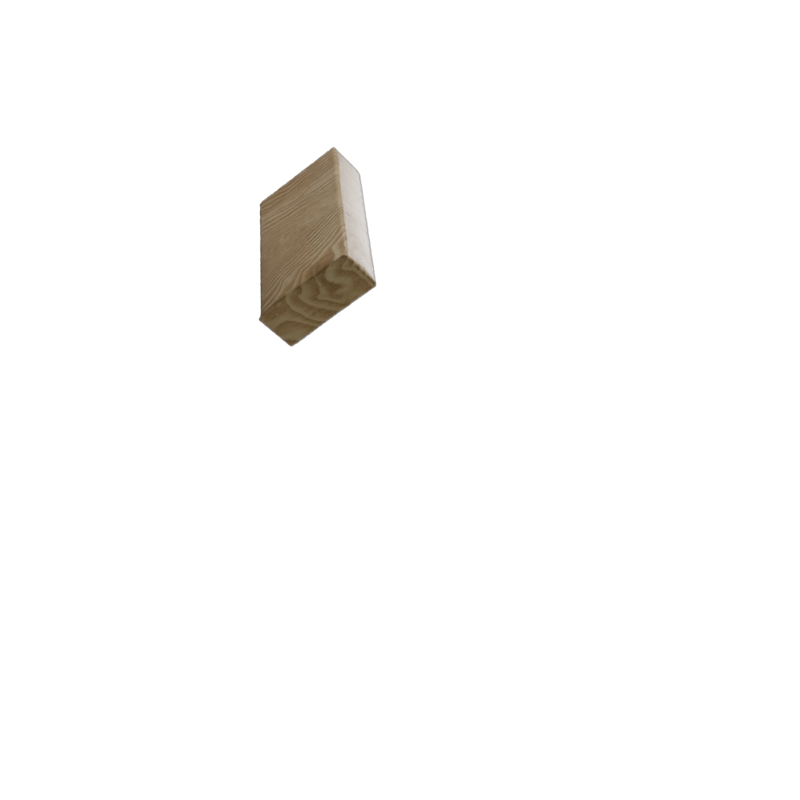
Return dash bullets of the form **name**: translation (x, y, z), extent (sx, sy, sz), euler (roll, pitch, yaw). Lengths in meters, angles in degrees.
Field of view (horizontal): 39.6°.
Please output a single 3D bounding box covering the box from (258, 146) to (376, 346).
- **box**: translation (-0.073, -0.133, 0.933), extent (0.093, 0.189, 0.045), euler (-34, -58, 20)
